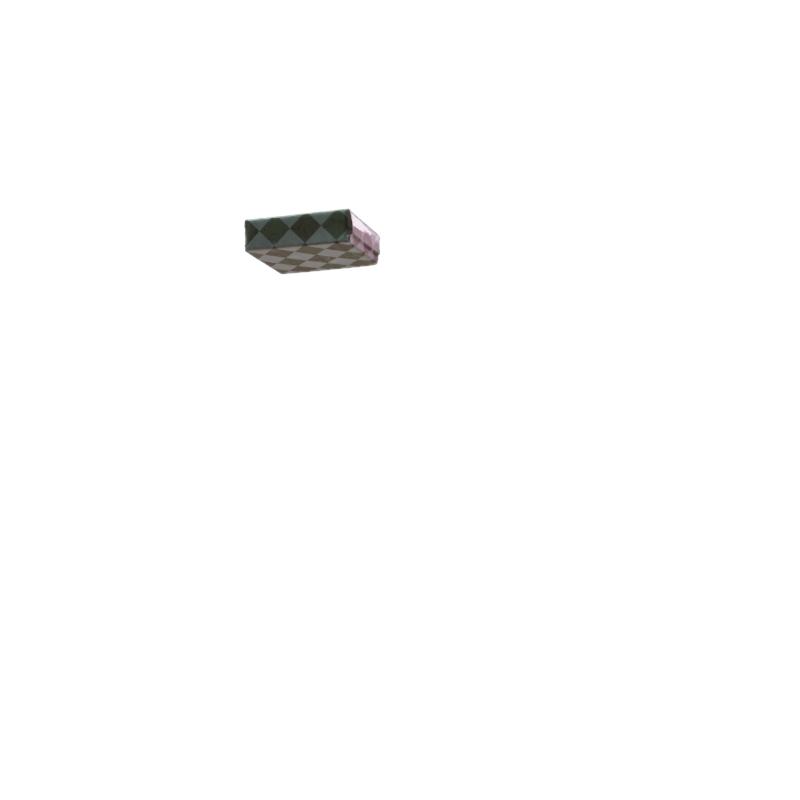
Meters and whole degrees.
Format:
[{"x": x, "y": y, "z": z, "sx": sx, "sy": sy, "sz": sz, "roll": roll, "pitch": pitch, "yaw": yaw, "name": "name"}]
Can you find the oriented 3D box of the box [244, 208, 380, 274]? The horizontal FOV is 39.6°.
[{"x": -0.069, "y": -0.126, "z": 0.880, "sx": 0.091, "sy": 0.031, "sz": 0.069, "roll": -3, "pitch": -10, "yaw": 19, "name": "box"}]
